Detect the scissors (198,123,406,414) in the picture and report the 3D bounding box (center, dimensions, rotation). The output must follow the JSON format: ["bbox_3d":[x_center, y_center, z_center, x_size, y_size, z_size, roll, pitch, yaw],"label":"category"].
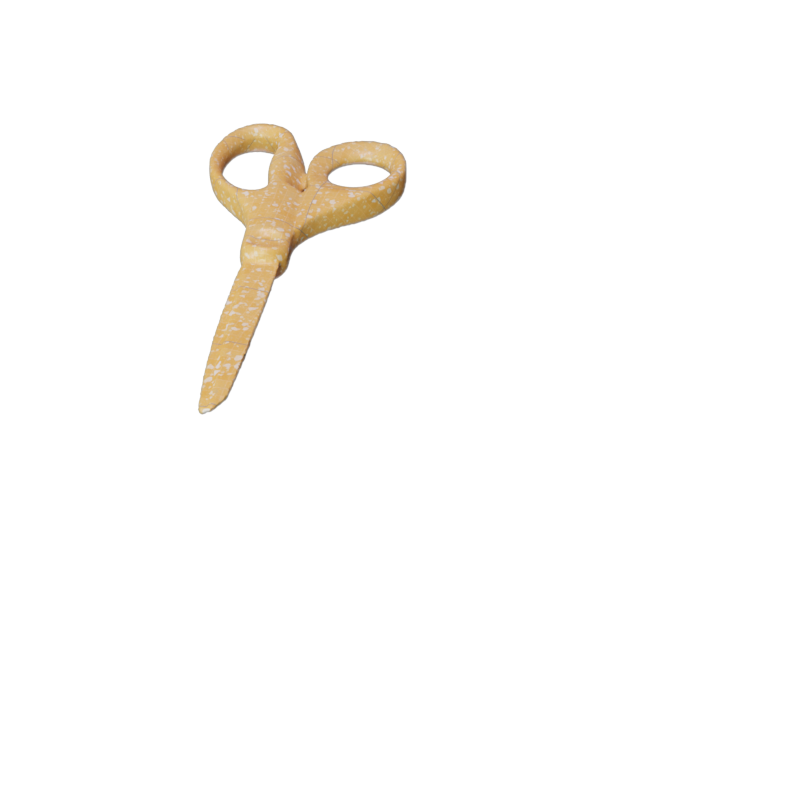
[{"bbox_3d":[-0.034,-0.063,0.438,0.095,0.015,0.217,-6,37,-8],"label":"scissors"}]
